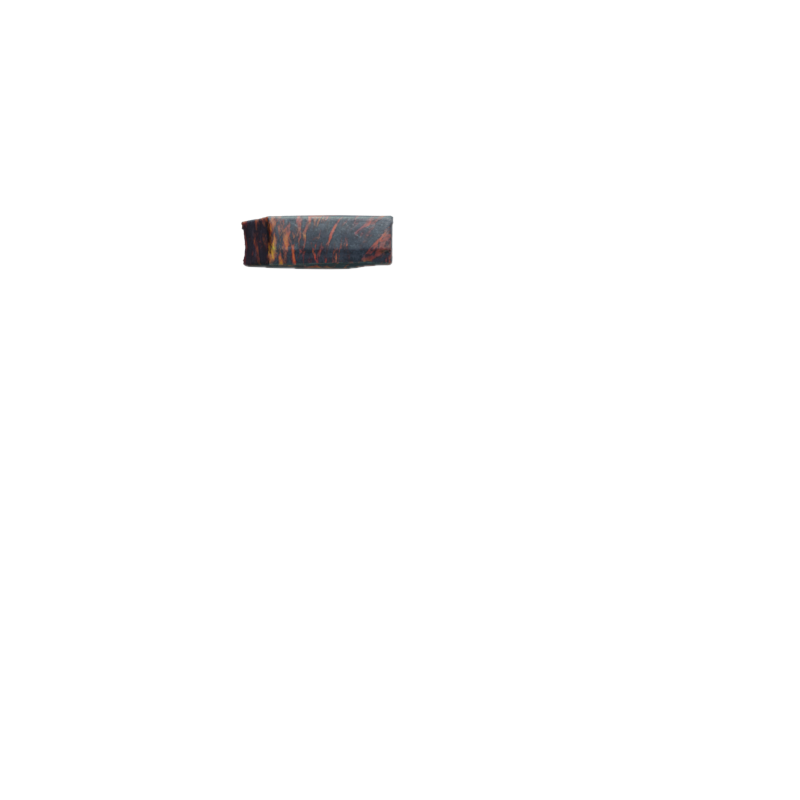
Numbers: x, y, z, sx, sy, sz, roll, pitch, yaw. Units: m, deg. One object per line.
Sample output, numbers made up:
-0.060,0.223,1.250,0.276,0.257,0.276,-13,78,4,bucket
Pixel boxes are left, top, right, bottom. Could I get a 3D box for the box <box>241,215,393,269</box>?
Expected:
-0.063,-0.115,0.806,0.088,0.039,0.116,-1,4,-16,box
